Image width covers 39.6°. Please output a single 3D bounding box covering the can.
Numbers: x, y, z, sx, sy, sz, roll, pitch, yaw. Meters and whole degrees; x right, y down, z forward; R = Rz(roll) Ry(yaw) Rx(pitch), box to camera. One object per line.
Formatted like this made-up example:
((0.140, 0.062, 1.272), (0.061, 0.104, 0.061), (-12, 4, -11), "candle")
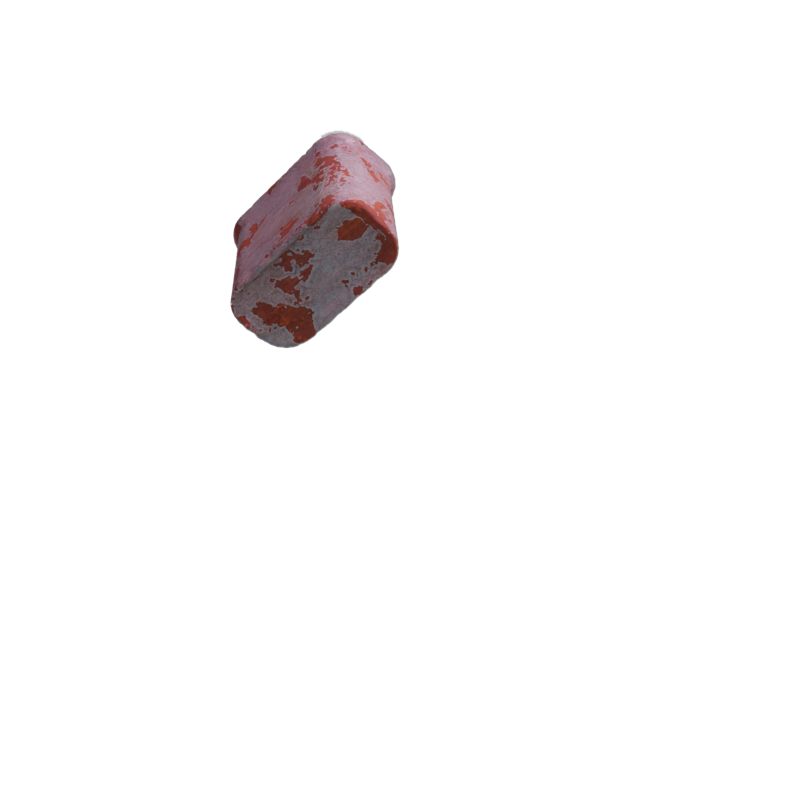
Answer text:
((-0.048, -0.088, 0.616), (0.055, 0.101, 0.089), (40, 22, -24), "can")
